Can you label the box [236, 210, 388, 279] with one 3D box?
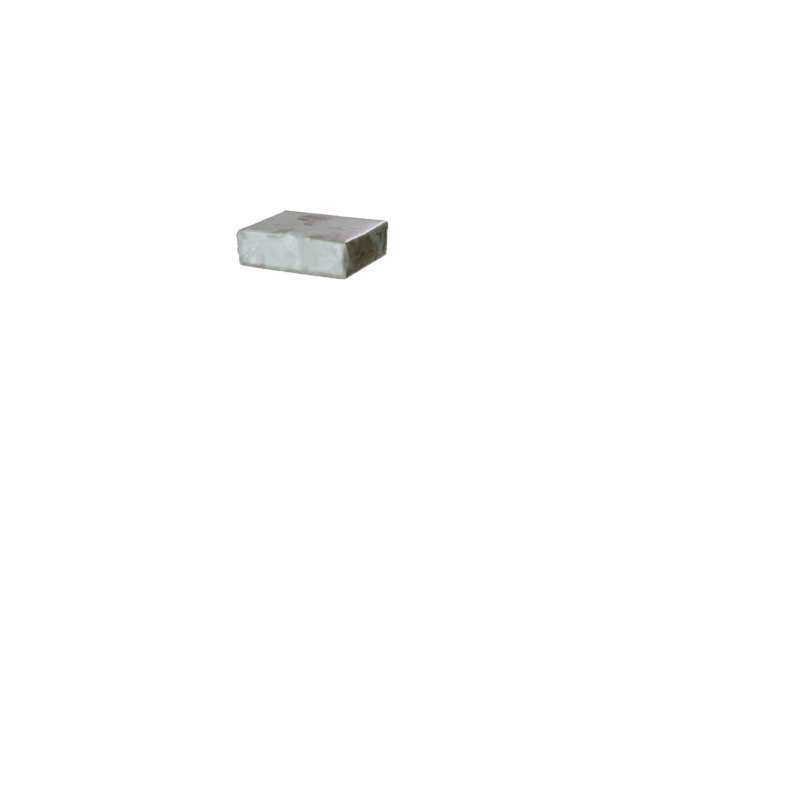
[{"bbox_3d":[-0.063,-0.116,0.809,0.093,0.029,0.073,10,23,24],"label":"box"}]
